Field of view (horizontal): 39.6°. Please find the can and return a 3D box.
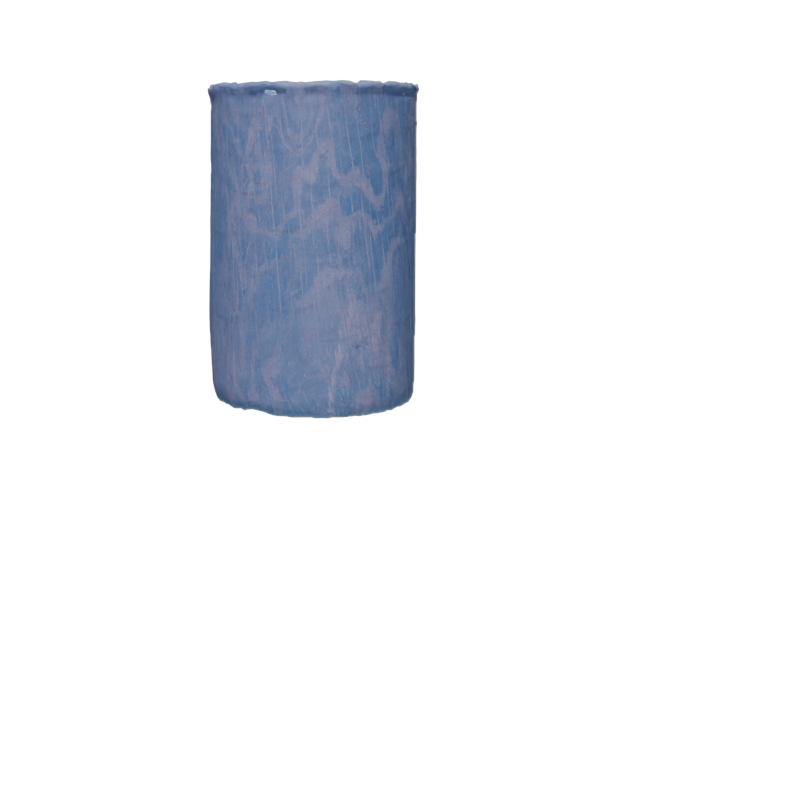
[{"bbox_3d":[-0.028,-0.052,0.362,0.068,0.101,0.070,0,8,-2],"label":"can"}]
